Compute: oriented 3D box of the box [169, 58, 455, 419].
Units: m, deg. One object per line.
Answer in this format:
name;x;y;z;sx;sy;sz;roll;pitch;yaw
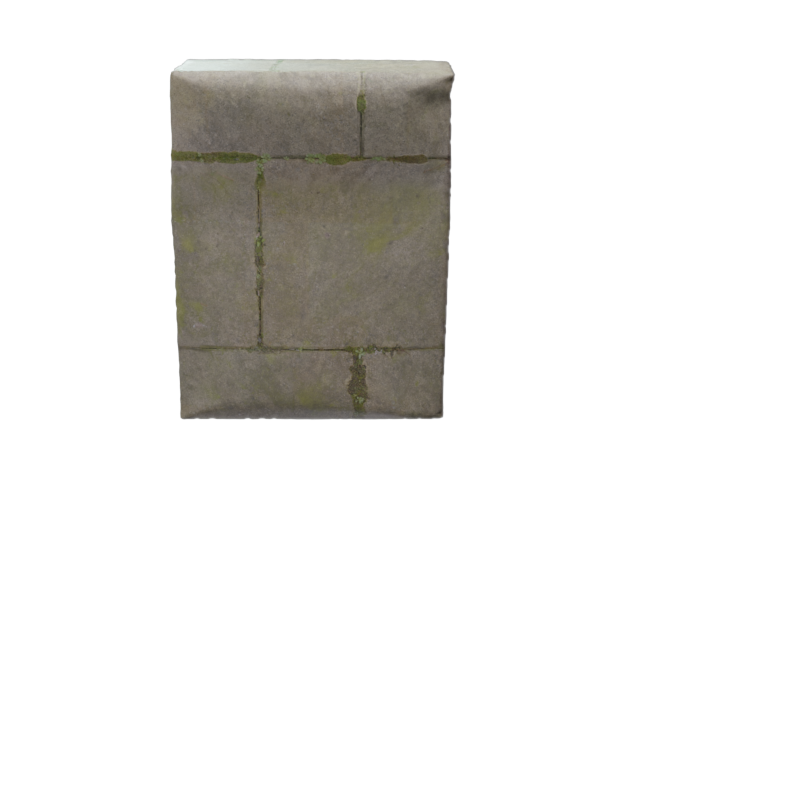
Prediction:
box;-0.053;-0.096;0.672;0.164;0.206;0.074;1;16;1
